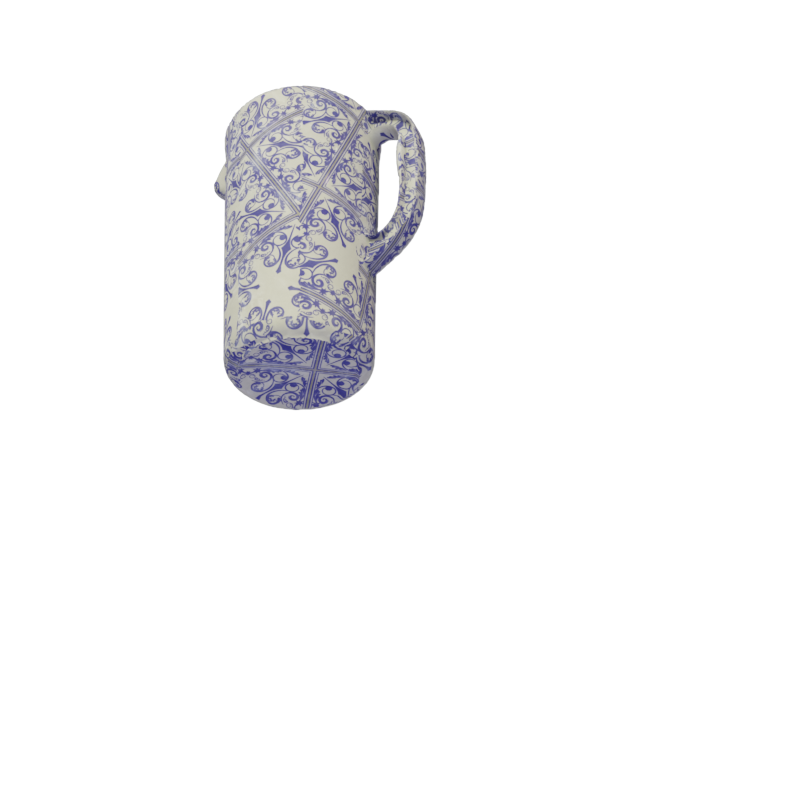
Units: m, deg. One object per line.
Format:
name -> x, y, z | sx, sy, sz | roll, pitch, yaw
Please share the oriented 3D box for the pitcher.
pitcher -> -0.067, -0.122, 0.857 | 0.141, 0.261, 0.143 | 12, -41, -17
